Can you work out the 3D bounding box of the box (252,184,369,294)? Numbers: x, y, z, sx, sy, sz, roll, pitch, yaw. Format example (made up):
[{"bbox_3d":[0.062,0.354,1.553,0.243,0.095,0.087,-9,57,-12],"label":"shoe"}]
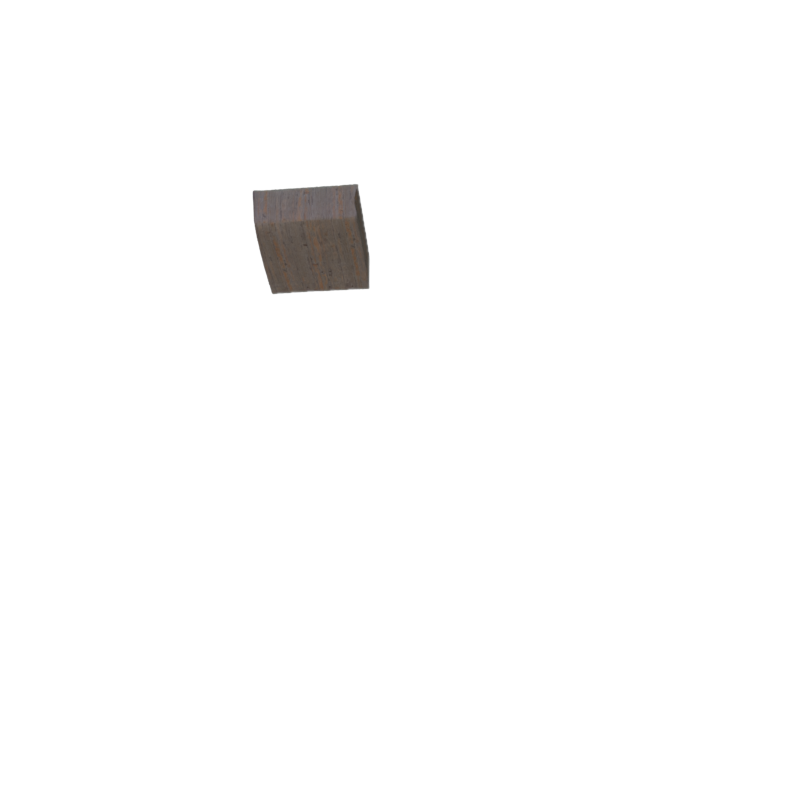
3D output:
[{"bbox_3d":[-0.075,-0.136,0.953,0.090,0.041,0.106,-3,-29,4],"label":"box"}]
